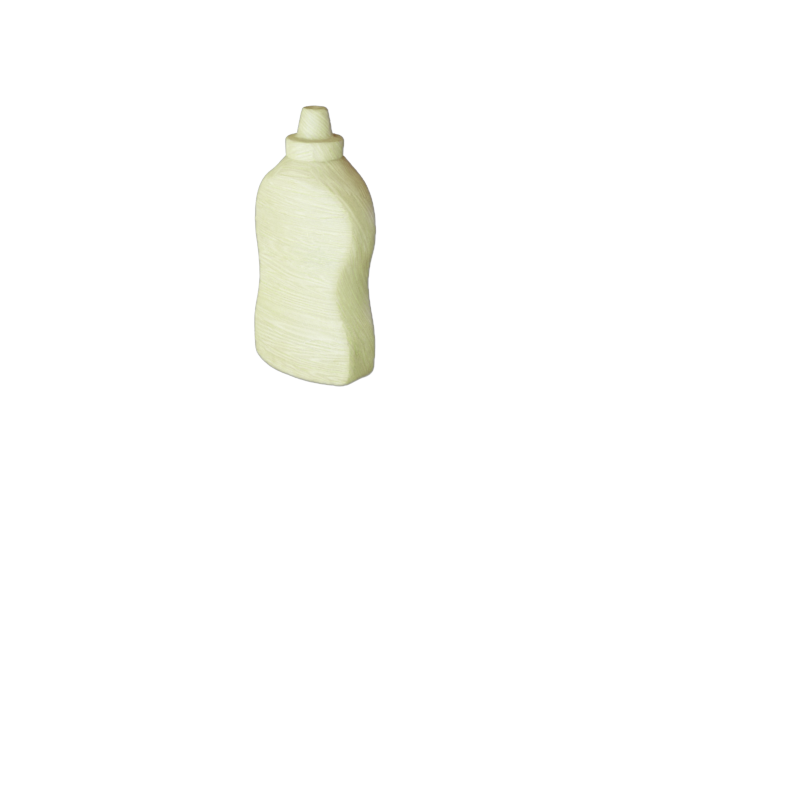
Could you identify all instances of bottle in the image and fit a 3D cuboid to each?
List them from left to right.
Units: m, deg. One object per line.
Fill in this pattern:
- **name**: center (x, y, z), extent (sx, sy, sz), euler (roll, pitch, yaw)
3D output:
- **bottle**: center (-0.061, -0.112, 0.786), extent (0.102, 0.184, 0.057), euler (18, 24, 40)
